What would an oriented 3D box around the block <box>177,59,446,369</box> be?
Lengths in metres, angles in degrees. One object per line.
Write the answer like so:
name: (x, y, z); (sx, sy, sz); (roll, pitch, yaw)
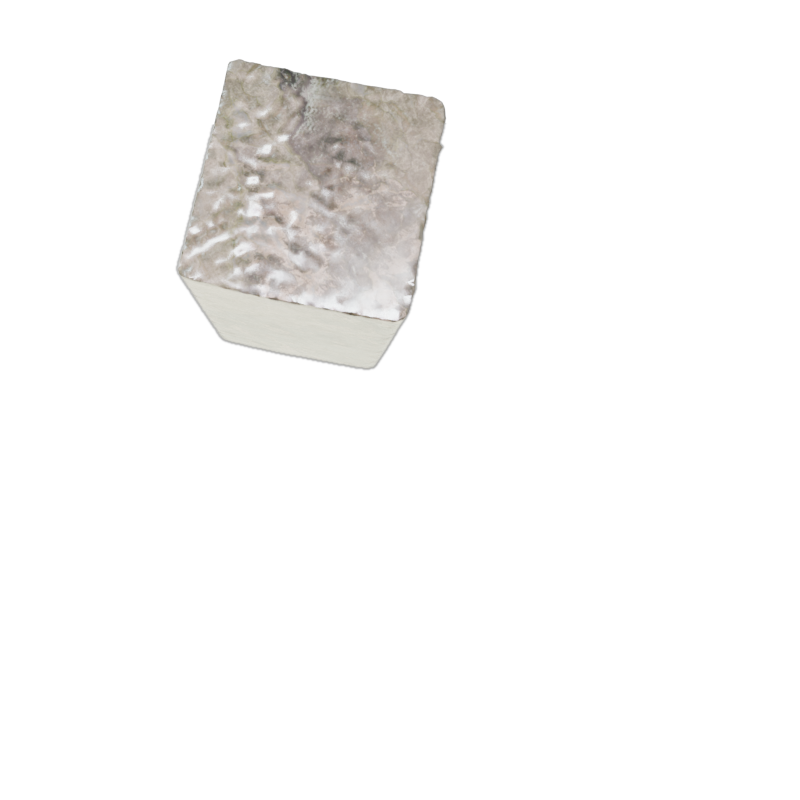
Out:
block: (-0.040, -0.074, 0.520); (0.090, 0.092, 0.202); (12, -6, -3)
